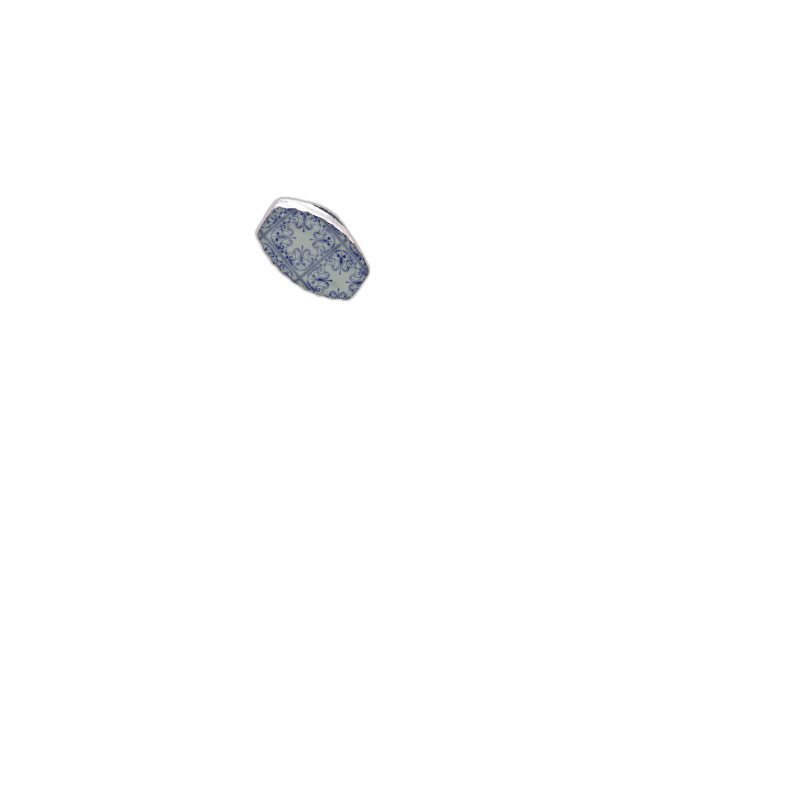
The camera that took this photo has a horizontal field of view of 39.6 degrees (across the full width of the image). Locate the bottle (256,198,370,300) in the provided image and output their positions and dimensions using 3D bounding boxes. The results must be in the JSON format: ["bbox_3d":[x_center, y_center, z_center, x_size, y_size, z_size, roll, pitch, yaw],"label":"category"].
[{"bbox_3d":[-0.077,-0.140,0.982,0.095,0.058,0.197,32,9,-10],"label":"bottle"}]
